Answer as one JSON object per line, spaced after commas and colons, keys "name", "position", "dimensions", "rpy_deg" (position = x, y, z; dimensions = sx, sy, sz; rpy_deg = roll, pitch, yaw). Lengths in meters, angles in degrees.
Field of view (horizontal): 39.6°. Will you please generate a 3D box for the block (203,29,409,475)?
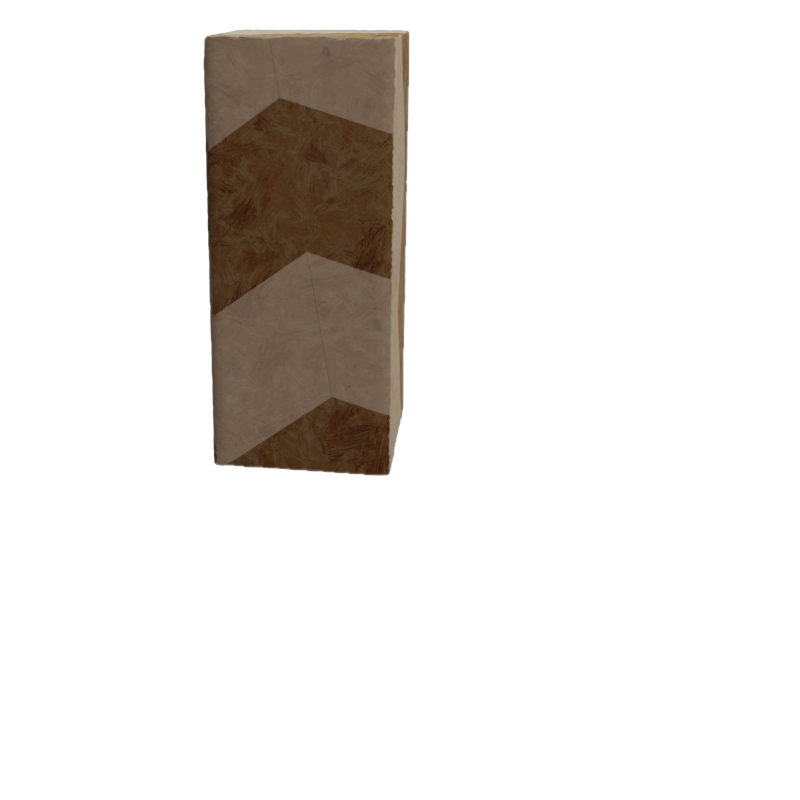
{"name": "block", "position": [-0.044, -0.079, 0.554], "dimensions": [0.091, 0.199, 0.093], "rpy_deg": [2, 15, 5]}
